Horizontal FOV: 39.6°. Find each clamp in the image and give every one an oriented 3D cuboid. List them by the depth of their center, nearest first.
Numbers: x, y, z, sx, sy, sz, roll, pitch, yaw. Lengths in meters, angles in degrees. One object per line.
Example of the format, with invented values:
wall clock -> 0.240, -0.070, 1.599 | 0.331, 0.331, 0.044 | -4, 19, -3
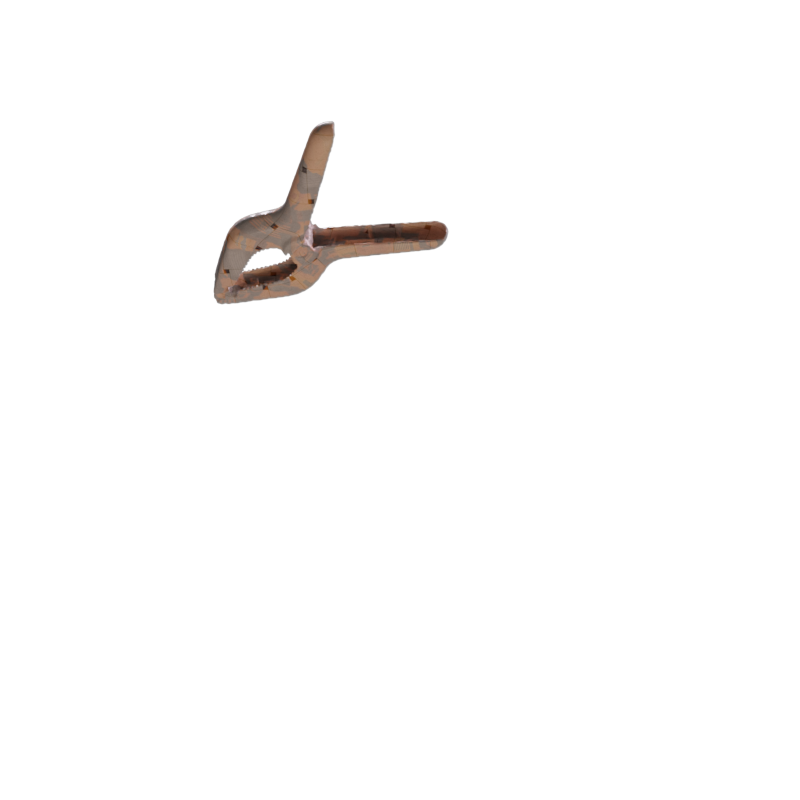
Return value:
clamp -> -0.075, -0.137, 0.960 | 0.155, 0.039, 0.208 | 33, -52, -32
